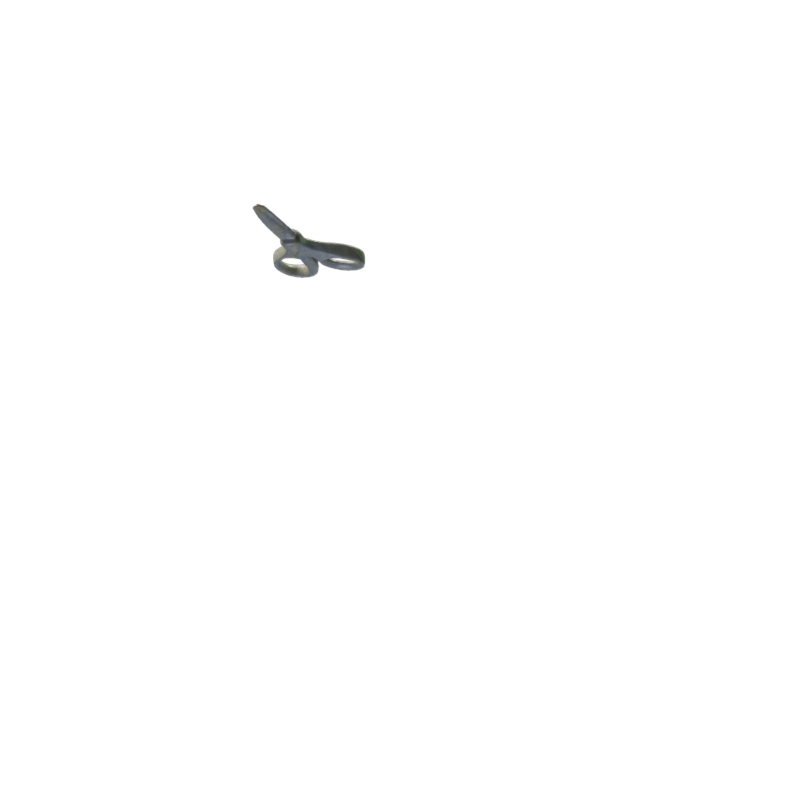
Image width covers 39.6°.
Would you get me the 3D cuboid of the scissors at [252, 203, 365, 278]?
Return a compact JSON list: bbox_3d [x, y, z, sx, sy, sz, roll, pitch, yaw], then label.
[{"bbox_3d":[-0.078,-0.141,0.990,0.096,0.016,0.196,0,-9,-3],"label":"scissors"}]
